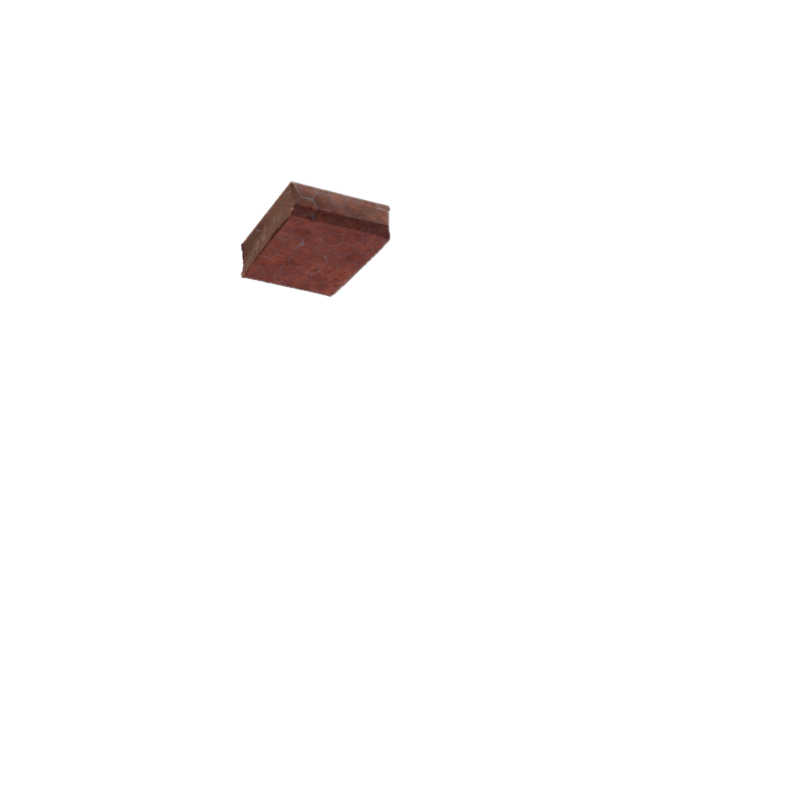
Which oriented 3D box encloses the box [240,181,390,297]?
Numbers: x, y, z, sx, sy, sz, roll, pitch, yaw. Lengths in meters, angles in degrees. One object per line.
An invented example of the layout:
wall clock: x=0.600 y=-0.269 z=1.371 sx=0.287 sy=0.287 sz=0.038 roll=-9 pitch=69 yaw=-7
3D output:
box: x=-0.072 y=-0.132 z=0.925 sx=0.086 sy=0.041 sz=0.111 roll=13 pitch=-30 yaw=-24
